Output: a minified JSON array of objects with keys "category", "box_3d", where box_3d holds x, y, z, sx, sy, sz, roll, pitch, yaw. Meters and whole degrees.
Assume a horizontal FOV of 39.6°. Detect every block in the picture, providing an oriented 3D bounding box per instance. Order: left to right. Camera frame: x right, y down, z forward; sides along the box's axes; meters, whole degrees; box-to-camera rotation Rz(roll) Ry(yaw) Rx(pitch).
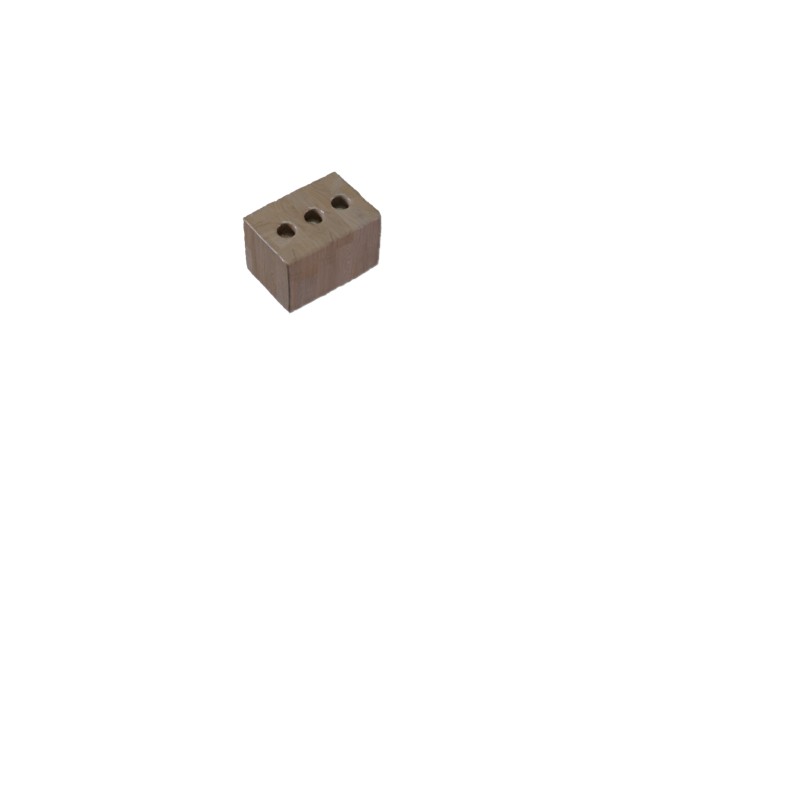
[{"category":"block","box_3d":[-0.058,-0.105,0.738,0.078,0.048,0.056,-31,58,-24]}]
